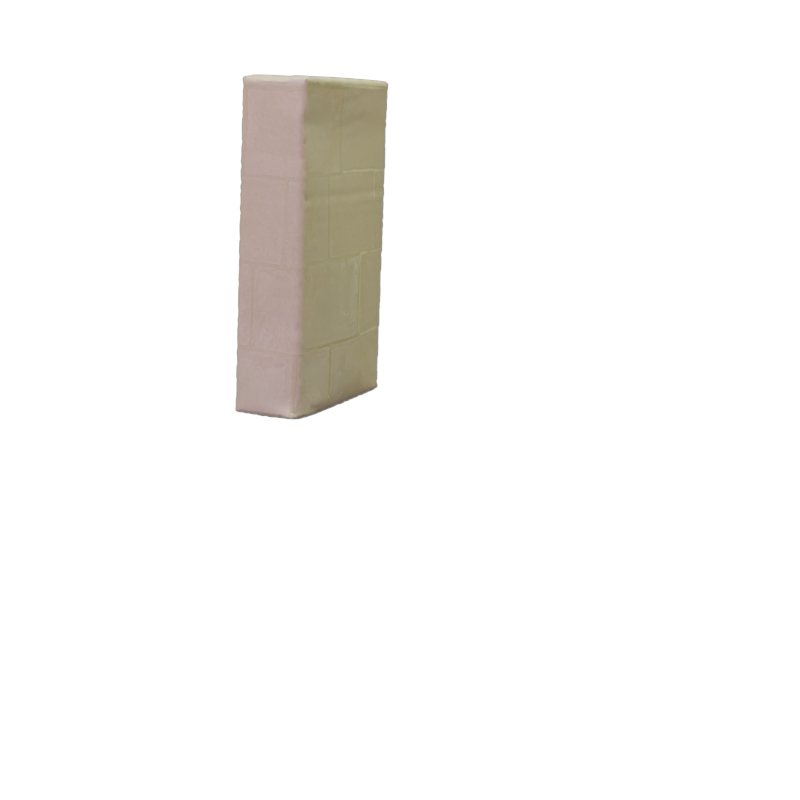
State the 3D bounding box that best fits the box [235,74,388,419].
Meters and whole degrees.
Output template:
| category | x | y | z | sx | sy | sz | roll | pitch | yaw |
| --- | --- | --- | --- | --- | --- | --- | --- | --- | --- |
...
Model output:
| category | x | y | z | sx | sy | sz | roll | pitch | yaw |
| --- | --- | --- | --- | --- | --- | --- | --- | --- | --- |
| box | -0.047 | -0.085 | 0.598 | 0.050 | 0.174 | 0.091 | 4 | 8 | 27 |
